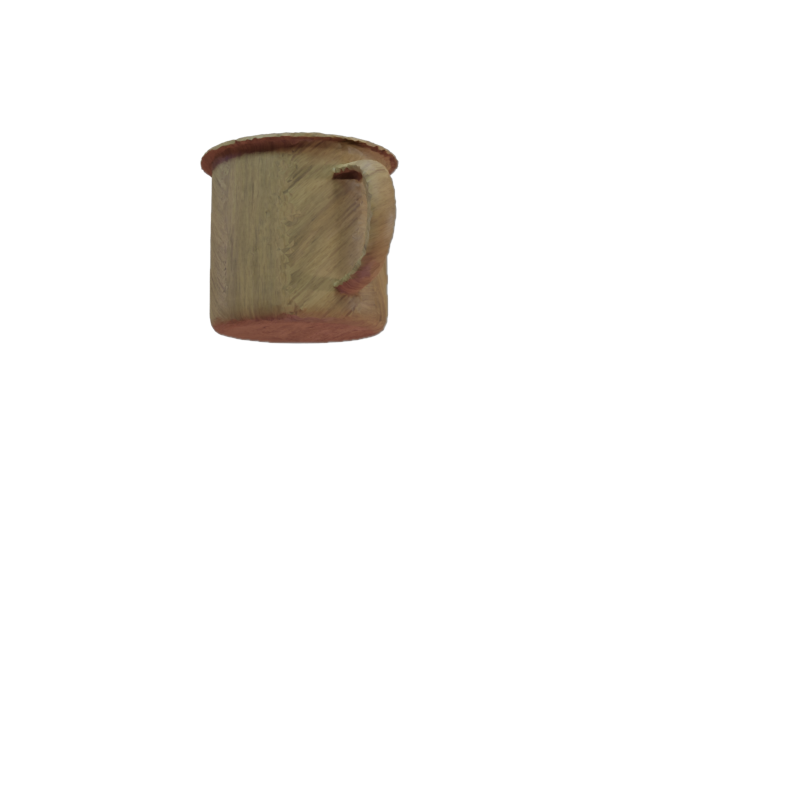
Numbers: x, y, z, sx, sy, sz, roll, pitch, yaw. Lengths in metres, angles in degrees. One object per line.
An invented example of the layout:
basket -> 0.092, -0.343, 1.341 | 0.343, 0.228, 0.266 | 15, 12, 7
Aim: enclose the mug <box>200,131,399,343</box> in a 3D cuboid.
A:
mug -> -0.039, -0.072, 0.503 | 0.089, 0.084, 0.119 | 6, -10, -36
